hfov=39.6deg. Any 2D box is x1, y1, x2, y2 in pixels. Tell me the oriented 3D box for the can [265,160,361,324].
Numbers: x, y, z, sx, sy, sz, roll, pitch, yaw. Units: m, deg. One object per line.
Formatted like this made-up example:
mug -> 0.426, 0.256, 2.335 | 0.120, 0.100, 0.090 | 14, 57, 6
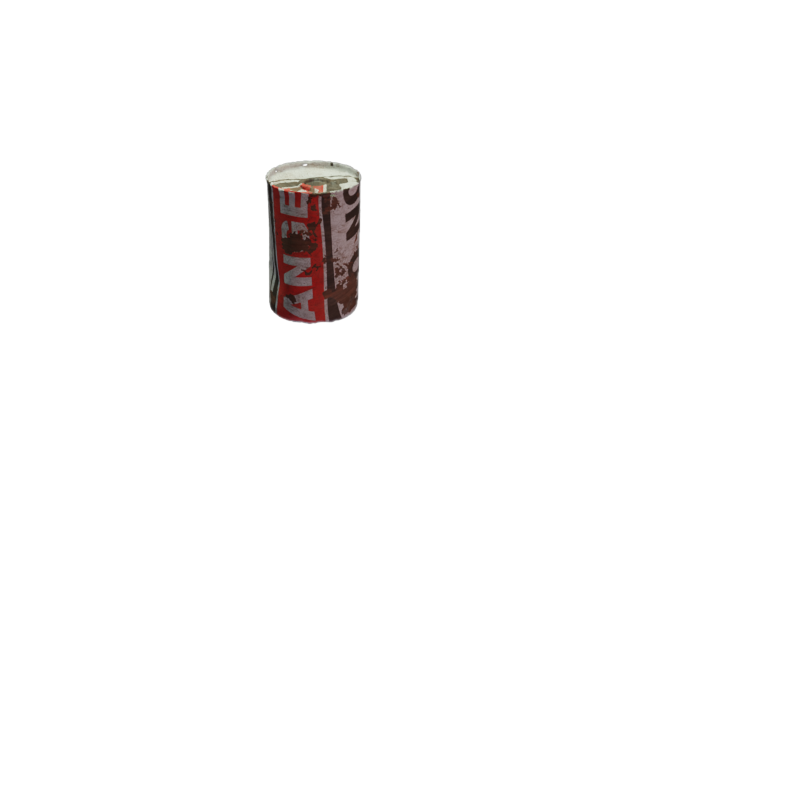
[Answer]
can -> -0.063, -0.115, 0.803 | 0.068, 0.097, 0.072 | 0, 26, -2
